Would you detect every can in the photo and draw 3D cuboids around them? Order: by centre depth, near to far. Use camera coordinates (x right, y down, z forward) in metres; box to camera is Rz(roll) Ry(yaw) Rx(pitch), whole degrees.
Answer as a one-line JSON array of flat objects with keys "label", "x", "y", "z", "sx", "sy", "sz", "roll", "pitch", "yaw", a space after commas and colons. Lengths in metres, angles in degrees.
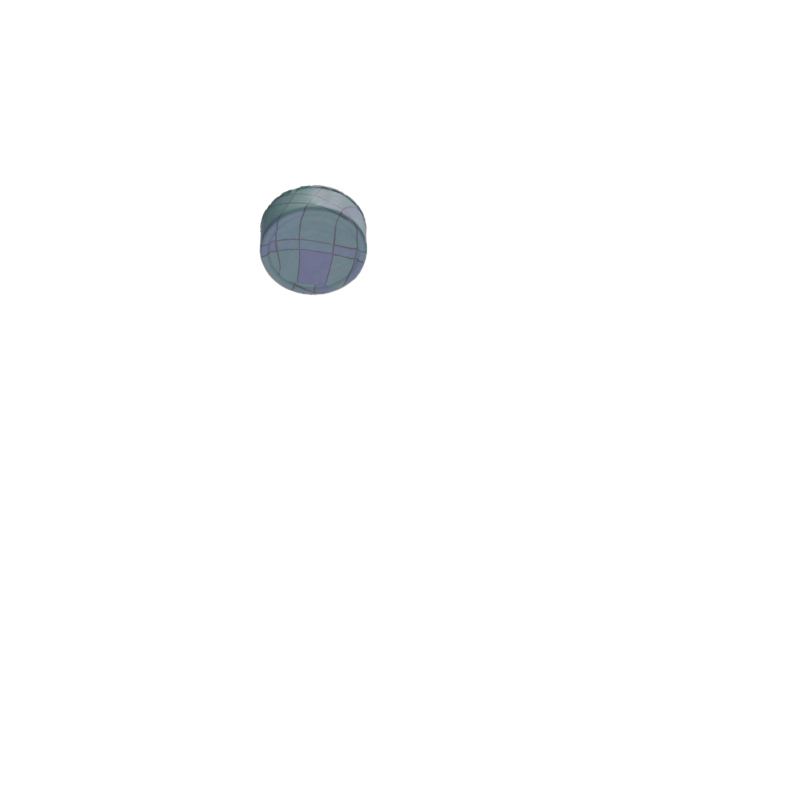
[{"label": "can", "x": -0.069, "y": -0.125, "z": 0.877, "sx": 0.086, "sy": 0.080, "sz": 0.036, "roll": 1, "pitch": 38, "yaw": -1}]
